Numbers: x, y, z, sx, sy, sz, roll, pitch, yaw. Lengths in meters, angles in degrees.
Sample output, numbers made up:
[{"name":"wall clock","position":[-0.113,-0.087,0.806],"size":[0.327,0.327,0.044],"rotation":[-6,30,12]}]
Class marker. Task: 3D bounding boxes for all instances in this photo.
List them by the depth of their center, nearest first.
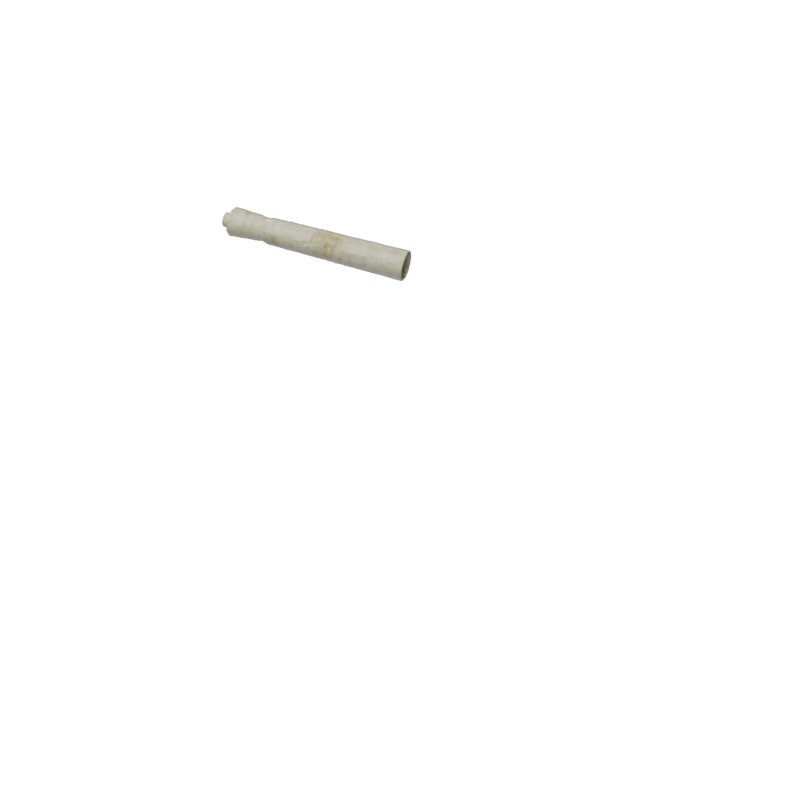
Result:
[{"name":"marker","position":[-0.053,-0.097,0.679],"size":[0.125,0.019,0.019],"rotation":[17,9,18]}]
